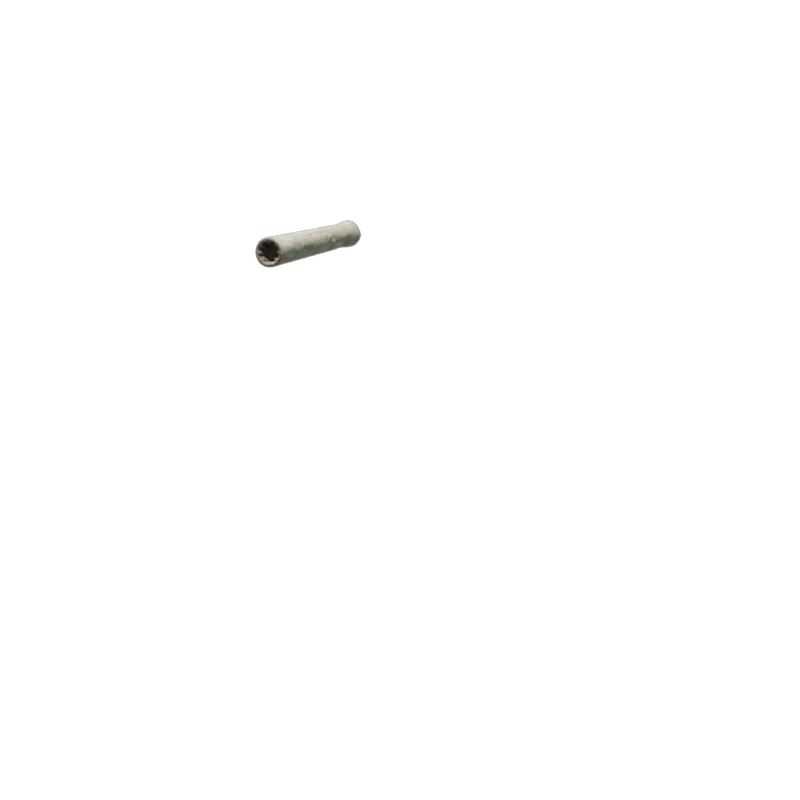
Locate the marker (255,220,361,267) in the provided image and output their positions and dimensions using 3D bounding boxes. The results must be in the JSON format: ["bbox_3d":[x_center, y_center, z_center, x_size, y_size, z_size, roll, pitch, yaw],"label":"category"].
[{"bbox_3d":[-0.056,-0.103,0.720,0.020,0.019,0.120,2,14,23],"label":"marker"}]
